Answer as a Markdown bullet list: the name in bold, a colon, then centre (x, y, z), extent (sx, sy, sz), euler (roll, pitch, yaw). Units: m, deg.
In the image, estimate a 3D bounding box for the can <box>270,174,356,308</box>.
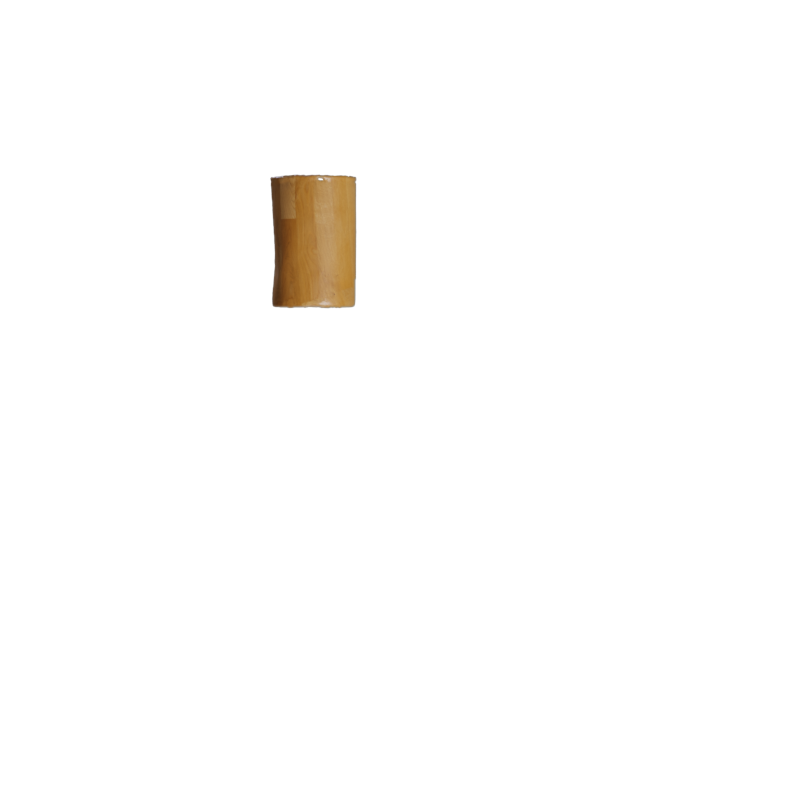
- **can**: centre (-0.068, -0.125, 0.873), extent (0.068, 0.102, 0.069), euler (0, 2, -2)
